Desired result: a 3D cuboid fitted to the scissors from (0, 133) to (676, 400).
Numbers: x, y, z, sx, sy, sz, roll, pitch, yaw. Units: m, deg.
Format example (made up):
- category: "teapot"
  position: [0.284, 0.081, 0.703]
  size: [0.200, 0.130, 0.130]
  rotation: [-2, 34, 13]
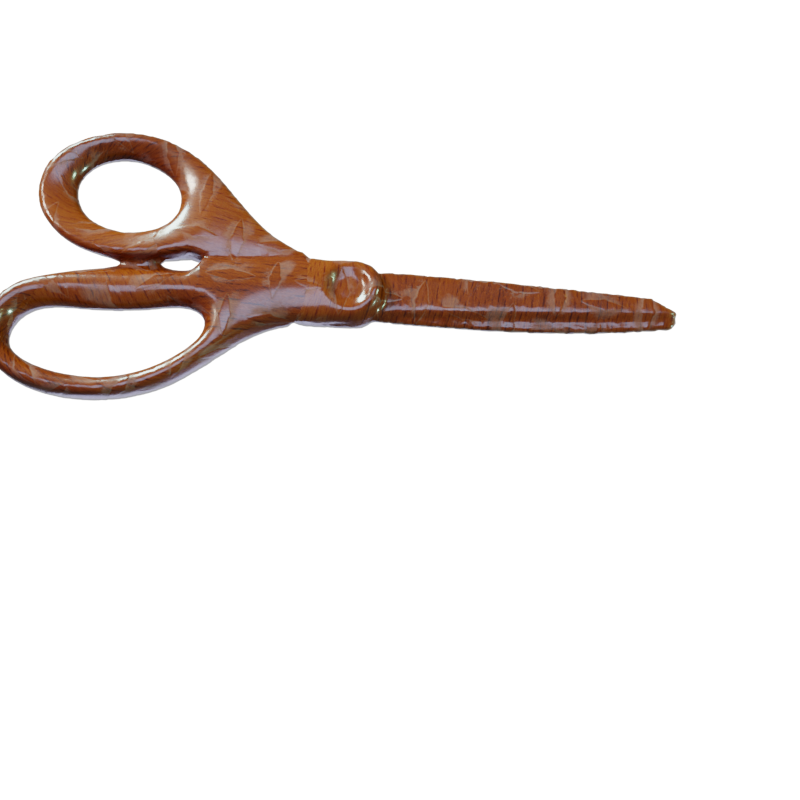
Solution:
- category: "scissors"
  position: [-0.027, -0.049, 0.341]
  size: [0.201, 0.102, 0.015]
  rotation: [-10, -25, -5]
